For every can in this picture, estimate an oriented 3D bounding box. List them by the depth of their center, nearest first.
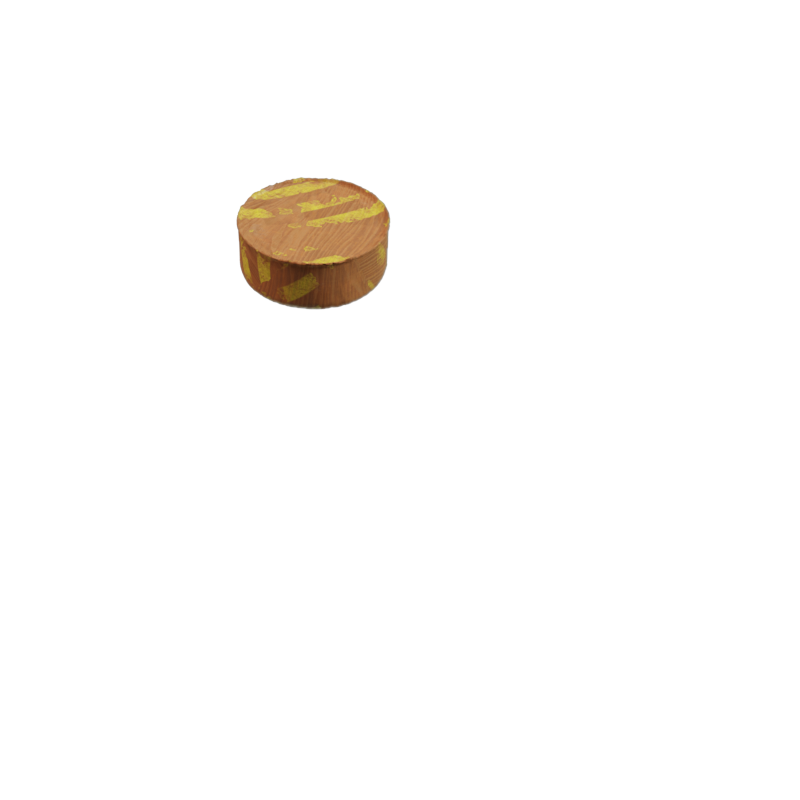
[{"bbox_3d":[-0.049,-0.090,0.627,0.086,0.031,0.092,-1,40,-2],"label":"can"}]
